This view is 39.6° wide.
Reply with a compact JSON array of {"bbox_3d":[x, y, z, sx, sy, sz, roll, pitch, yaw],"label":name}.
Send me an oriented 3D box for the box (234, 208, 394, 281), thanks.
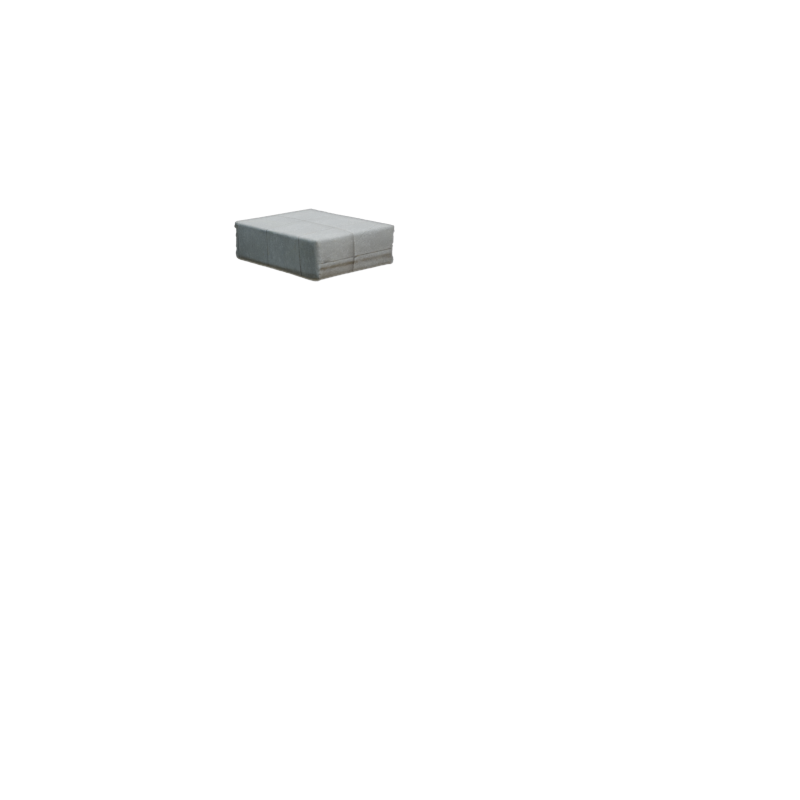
[{"bbox_3d":[-0.075,-0.137,0.959,0.088,0.037,0.120,-18,28,-40],"label":"box"}]
